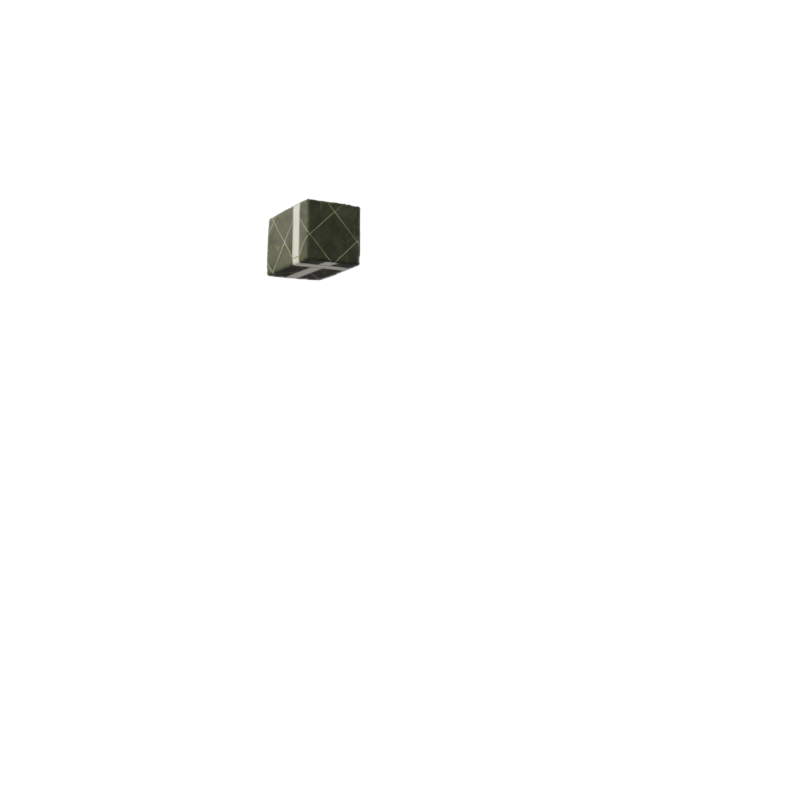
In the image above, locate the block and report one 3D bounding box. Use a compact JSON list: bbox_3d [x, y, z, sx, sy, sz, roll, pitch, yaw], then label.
[{"bbox_3d":[-0.074,-0.135,0.946,0.051,0.053,0.079,5,-10,-30],"label":"block"}]
